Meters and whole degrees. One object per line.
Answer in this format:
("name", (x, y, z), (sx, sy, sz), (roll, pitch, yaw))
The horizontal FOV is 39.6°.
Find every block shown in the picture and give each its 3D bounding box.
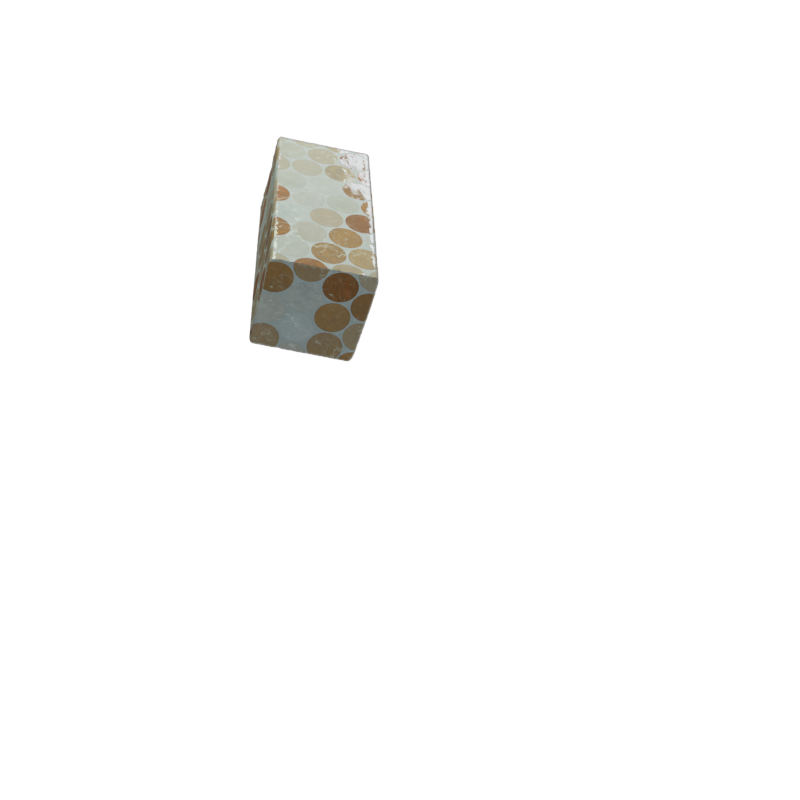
("block", (-0.077, -0.139, 0.981), (0.089, 0.086, 0.221), (10, 37, -11))
